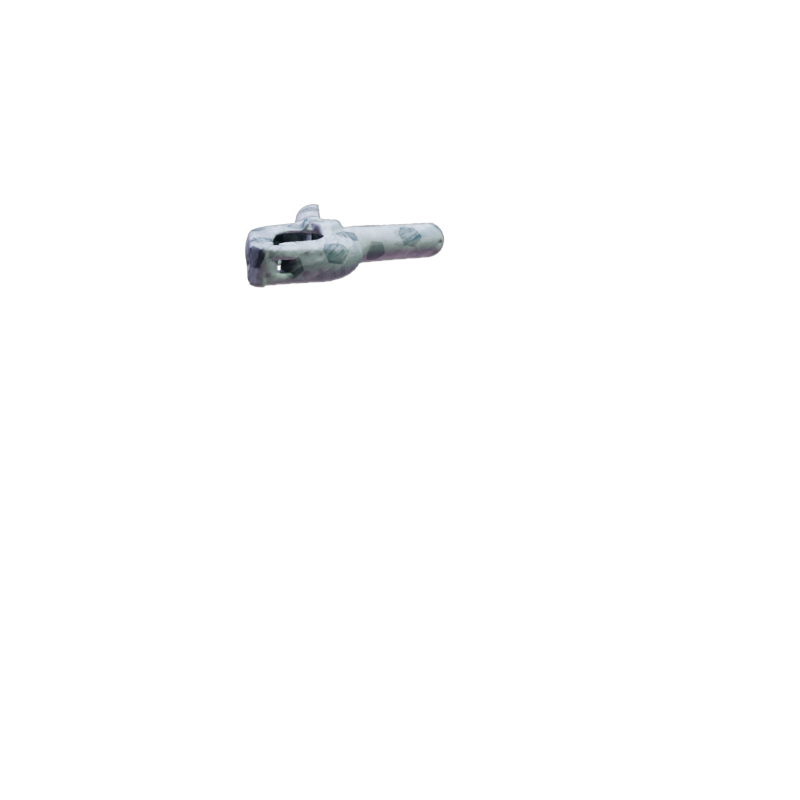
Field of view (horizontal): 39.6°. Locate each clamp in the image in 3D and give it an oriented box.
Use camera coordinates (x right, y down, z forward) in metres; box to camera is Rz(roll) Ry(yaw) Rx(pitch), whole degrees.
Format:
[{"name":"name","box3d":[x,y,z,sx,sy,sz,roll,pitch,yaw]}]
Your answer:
[{"name":"clamp","box3d":[-0.061,-0.112,0.783,0.126,0.038,0.168,11,18,36]}]
